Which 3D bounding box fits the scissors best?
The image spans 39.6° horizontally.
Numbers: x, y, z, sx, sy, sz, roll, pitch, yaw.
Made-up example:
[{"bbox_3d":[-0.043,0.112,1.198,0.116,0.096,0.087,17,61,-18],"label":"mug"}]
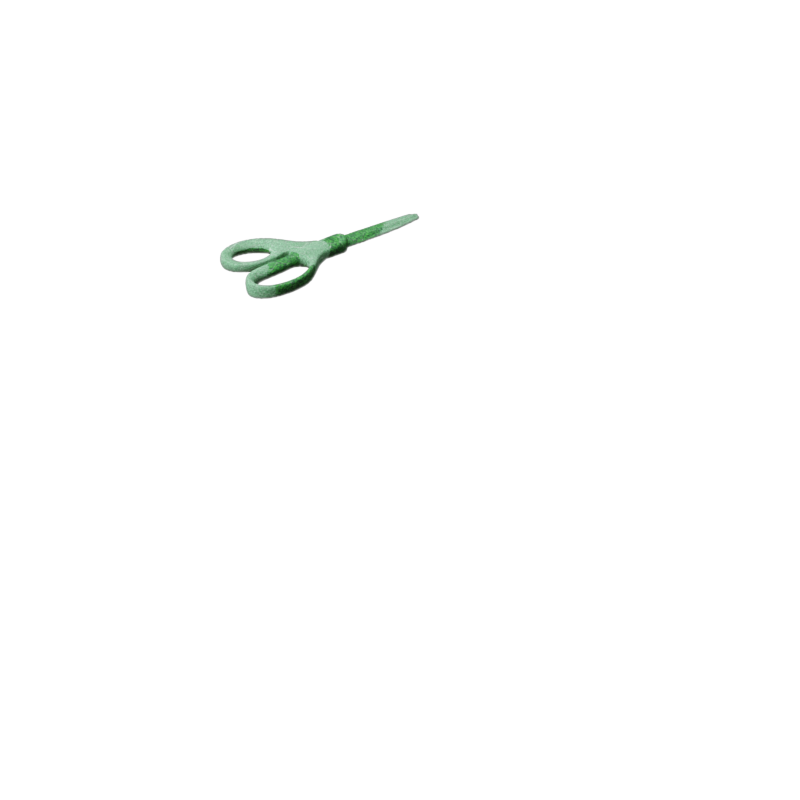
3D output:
[{"bbox_3d":[-0.077,-0.140,0.983,0.101,0.015,0.203,20,38,28],"label":"scissors"}]
